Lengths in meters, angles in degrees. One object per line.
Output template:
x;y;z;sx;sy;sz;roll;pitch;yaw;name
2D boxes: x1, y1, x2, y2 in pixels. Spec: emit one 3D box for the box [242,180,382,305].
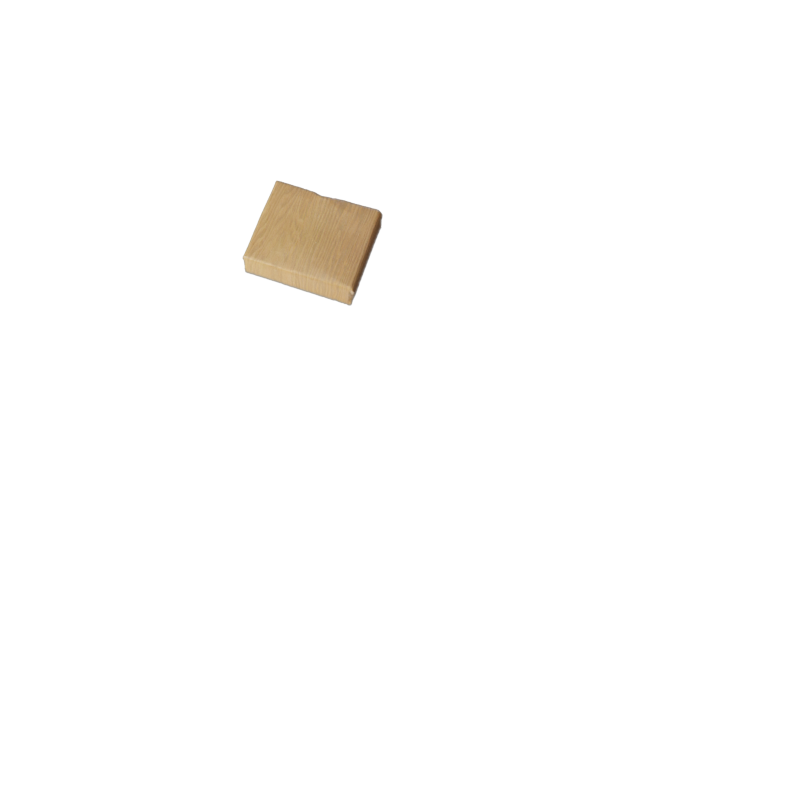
-0.066;-0.121;0.850;0.091;0.076;0.028;17;-26;8;box
